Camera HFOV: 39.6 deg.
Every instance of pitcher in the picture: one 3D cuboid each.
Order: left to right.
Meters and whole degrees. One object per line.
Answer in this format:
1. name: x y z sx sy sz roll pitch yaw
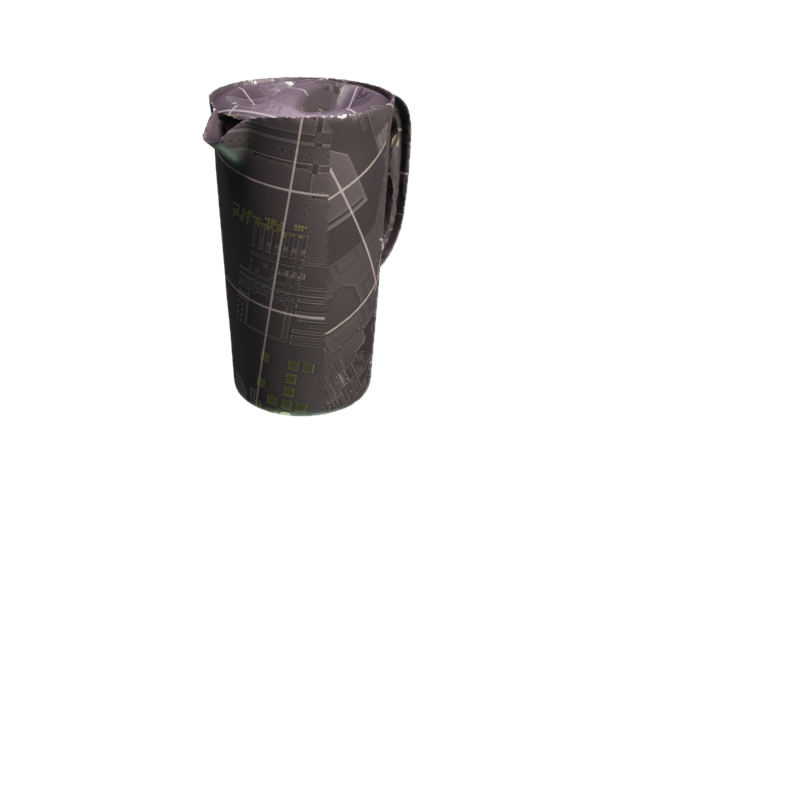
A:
1. pitcher: -0.066 -0.120 0.840 0.149 0.231 0.152 1 23 0
